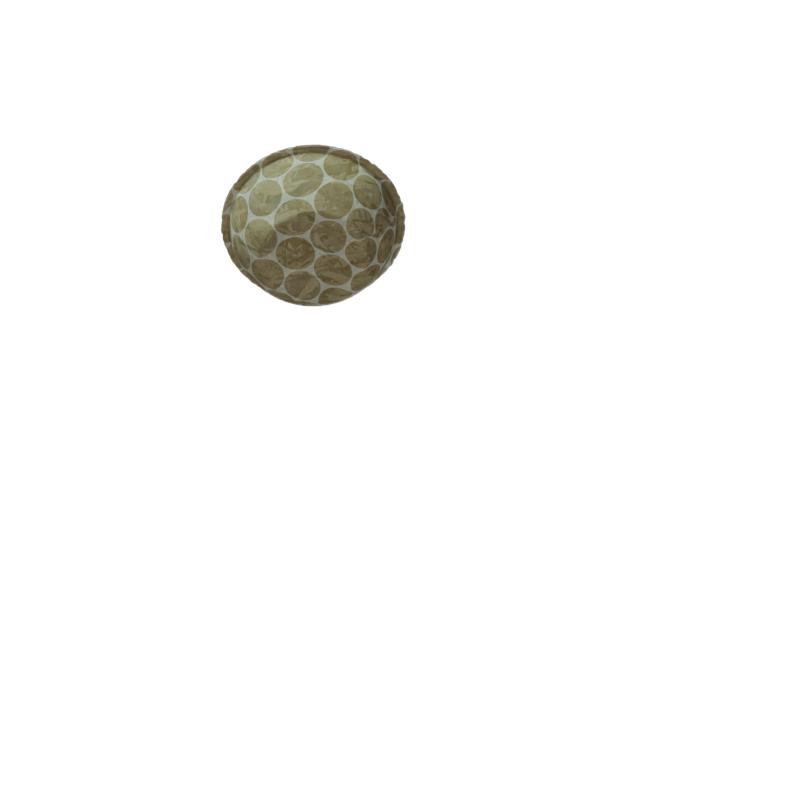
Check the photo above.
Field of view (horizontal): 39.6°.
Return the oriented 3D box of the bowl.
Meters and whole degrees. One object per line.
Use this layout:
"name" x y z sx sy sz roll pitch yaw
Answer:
"bowl" -0.075 -0.136 0.952 0.162 0.152 0.059 1 35 -1
